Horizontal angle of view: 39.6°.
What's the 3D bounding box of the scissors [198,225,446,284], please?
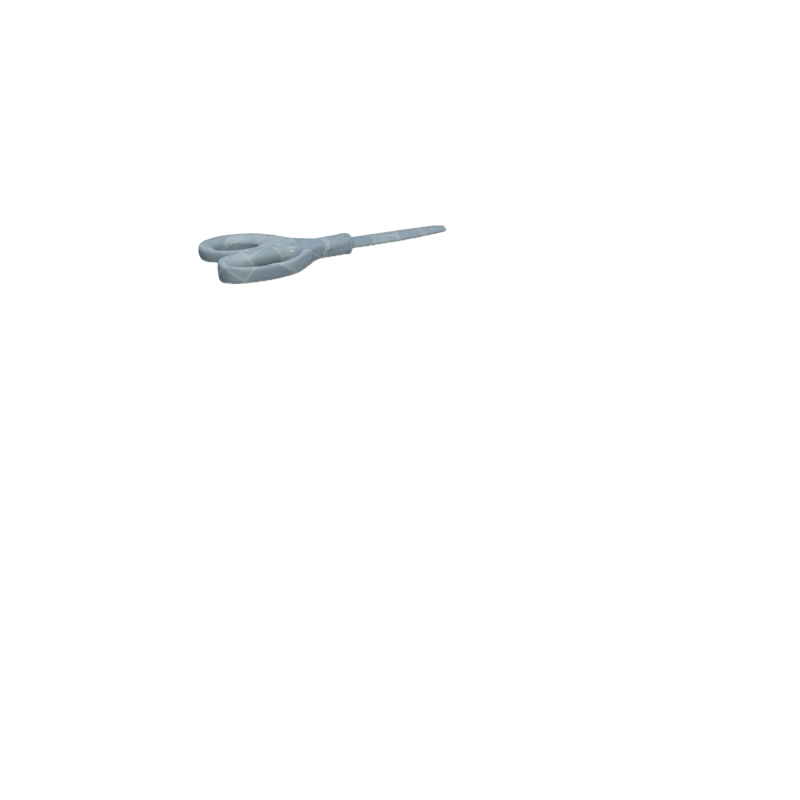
[{"bbox_3d":[-0.065,-0.119,0.836,0.102,0.015,0.199,20,30,39],"label":"scissors"}]
